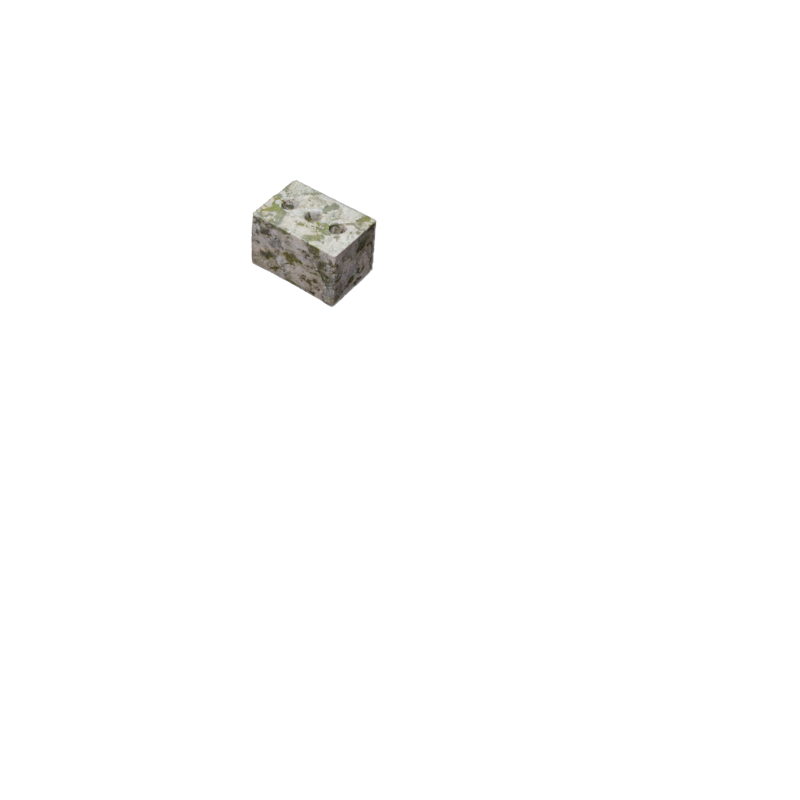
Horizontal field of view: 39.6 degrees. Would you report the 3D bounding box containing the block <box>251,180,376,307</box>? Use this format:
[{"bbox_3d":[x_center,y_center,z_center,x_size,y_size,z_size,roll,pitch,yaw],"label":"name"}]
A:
[{"bbox_3d":[-0.064,-0.116,0.812,0.082,0.048,0.054,29,51,24],"label":"block"}]
